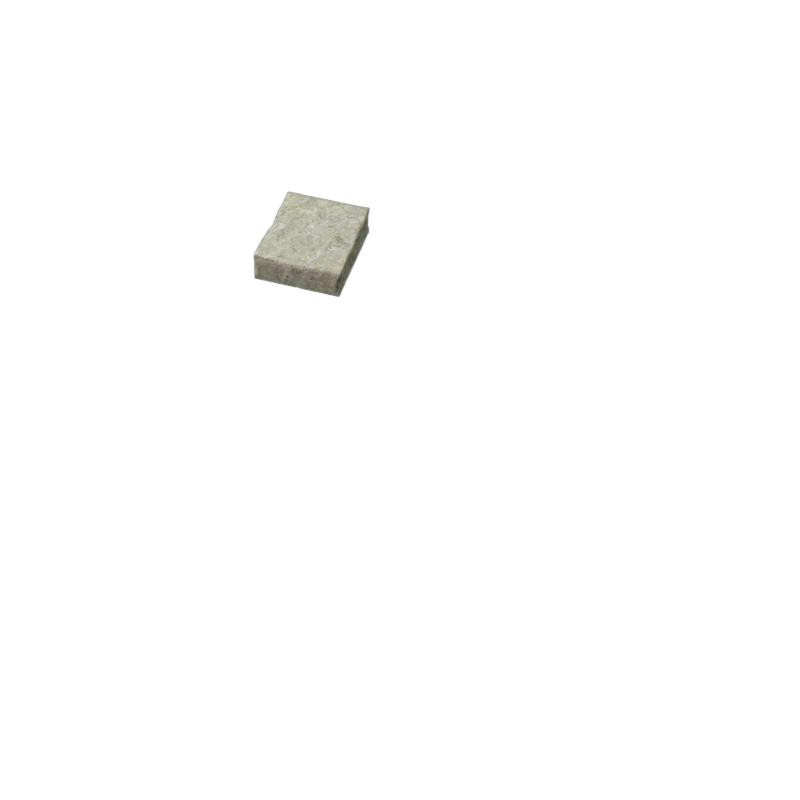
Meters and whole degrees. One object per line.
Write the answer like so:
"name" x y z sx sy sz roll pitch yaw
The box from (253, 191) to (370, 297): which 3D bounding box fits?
"box" -0.071 -0.129 0.906 0.075 0.028 0.094 12 47 11
